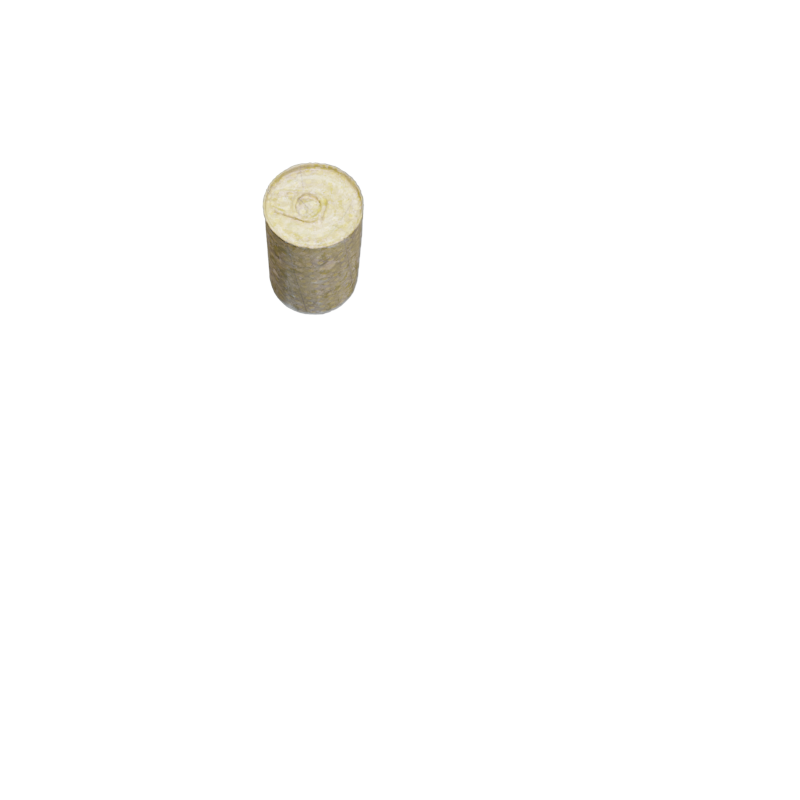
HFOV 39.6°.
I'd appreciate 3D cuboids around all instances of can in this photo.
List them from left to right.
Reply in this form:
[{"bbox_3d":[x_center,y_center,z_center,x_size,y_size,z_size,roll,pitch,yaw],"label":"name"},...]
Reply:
[{"bbox_3d":[-0.061,-0.112,0.784,0.068,0.073,0.096,0,-25,-3],"label":"can"}]
